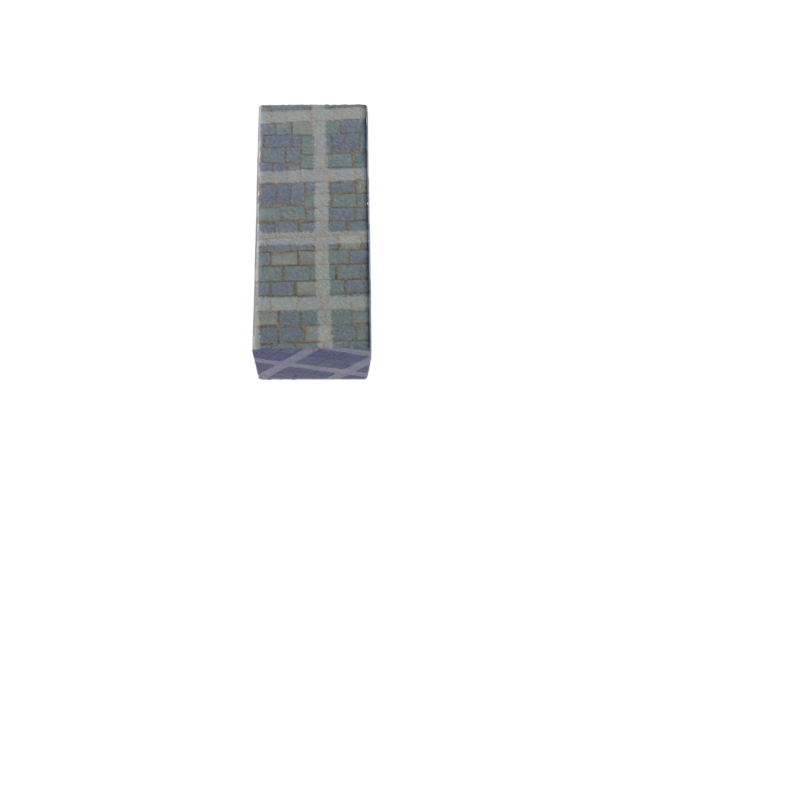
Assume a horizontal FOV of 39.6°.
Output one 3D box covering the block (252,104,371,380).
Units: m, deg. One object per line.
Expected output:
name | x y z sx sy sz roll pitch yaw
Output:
block | -0.070 -0.128 0.897 0.091 0.216 0.086 -1 -20 -2
